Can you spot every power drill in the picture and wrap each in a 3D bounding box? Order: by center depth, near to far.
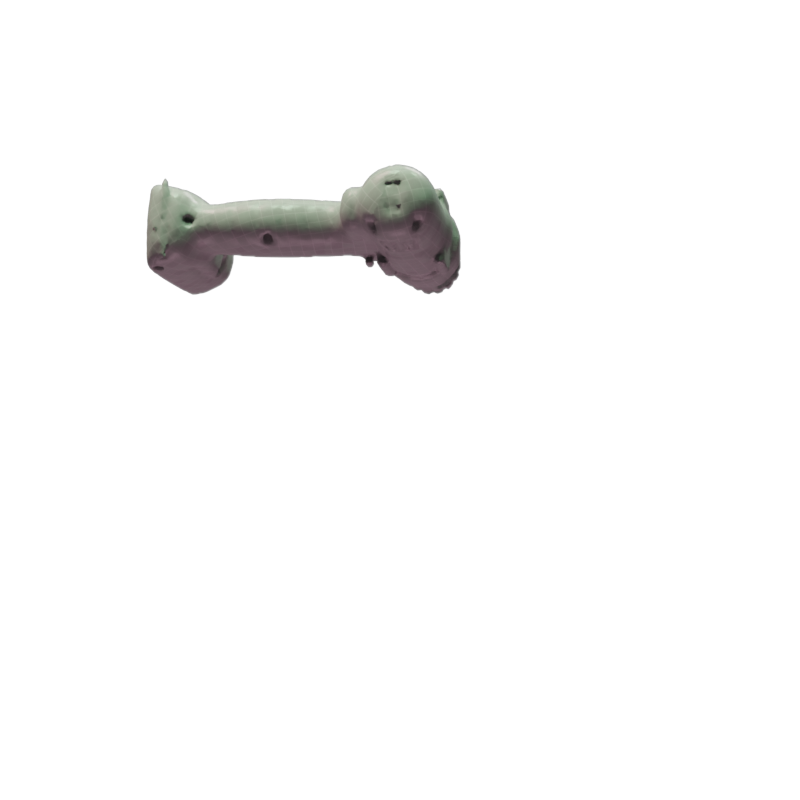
[{"bbox_3d":[-0.056,-0.102,0.716,0.190,0.059,0.176,-2,-10,11],"label":"power drill"}]
